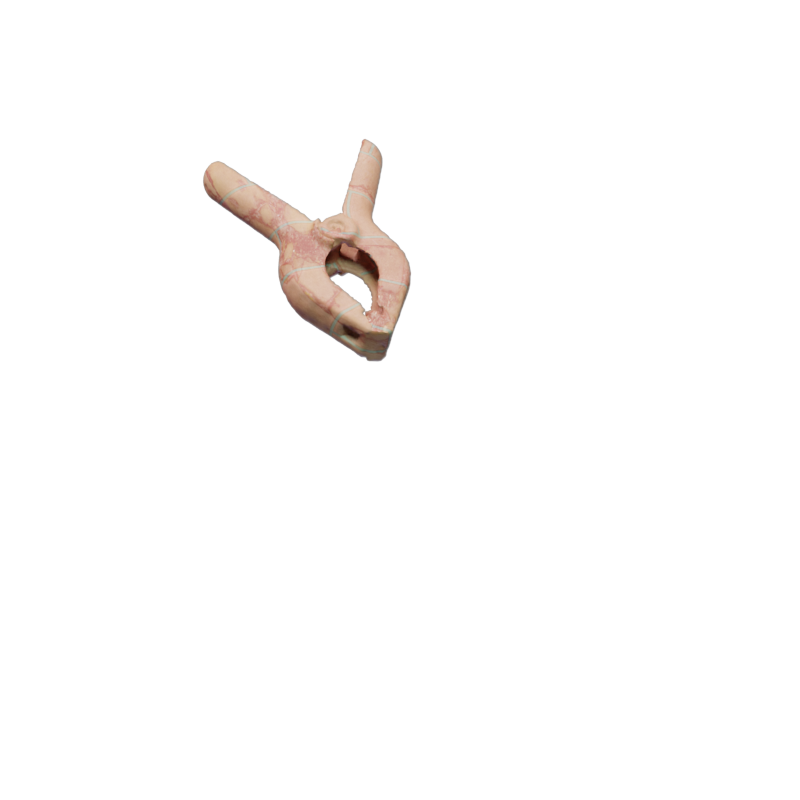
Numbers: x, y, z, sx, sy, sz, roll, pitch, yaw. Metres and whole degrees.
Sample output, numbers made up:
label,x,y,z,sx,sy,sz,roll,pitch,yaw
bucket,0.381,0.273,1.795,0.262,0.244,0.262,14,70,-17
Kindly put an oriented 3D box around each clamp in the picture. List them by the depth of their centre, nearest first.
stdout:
label,x,y,z,sx,sy,sz,roll,pitch,yaw
clamp,-0.053,-0.097,0.678,0.119,0.185,0.036,-9,-41,-9
